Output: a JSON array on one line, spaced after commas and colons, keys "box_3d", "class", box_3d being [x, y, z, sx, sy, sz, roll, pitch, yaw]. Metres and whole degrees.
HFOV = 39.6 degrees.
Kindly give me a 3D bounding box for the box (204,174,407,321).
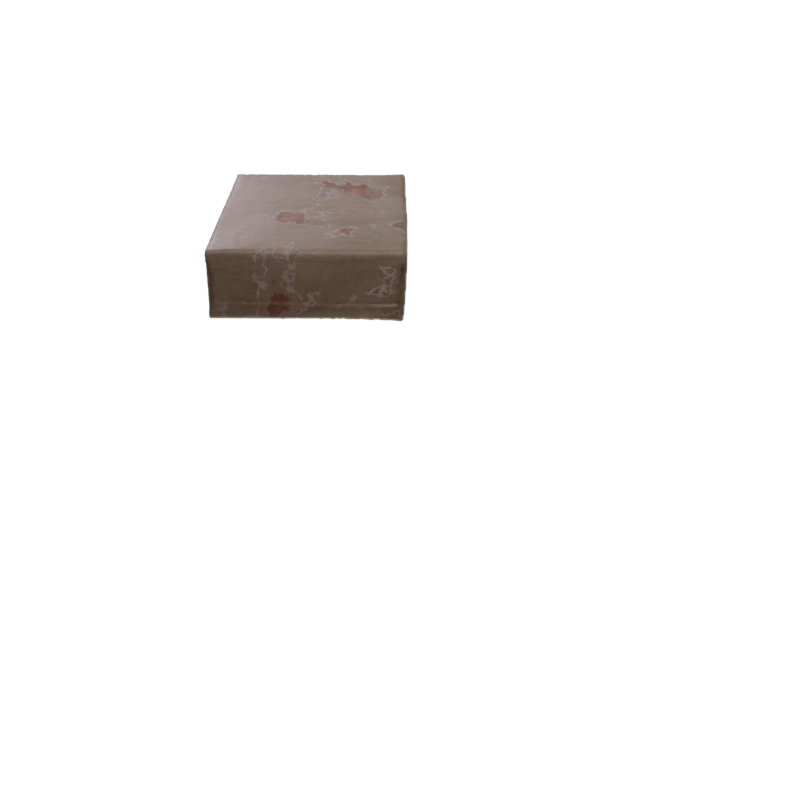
[{"box_3d": [-0.042, -0.077, 0.539, 0.090, 0.037, 0.119, 1, 26, 1], "class": "box"}]
